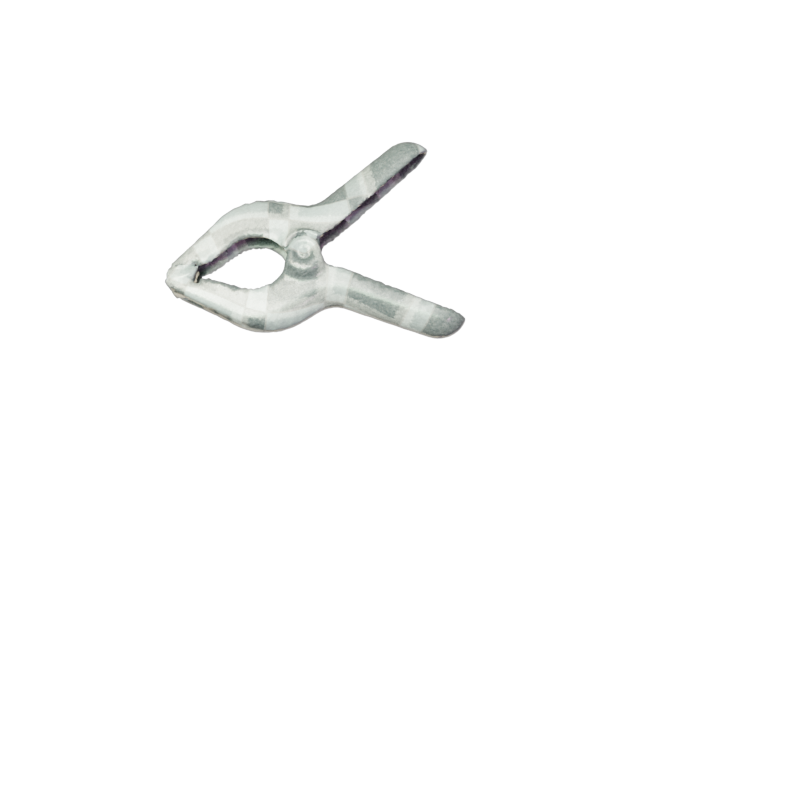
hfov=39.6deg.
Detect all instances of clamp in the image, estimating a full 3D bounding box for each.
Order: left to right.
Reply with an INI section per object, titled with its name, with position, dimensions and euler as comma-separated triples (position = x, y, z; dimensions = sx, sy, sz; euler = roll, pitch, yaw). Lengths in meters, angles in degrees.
[clamp]
position = -0.051, -0.093, 0.653
dimensions = 0.171, 0.127, 0.037
euler = -2, -23, -1
